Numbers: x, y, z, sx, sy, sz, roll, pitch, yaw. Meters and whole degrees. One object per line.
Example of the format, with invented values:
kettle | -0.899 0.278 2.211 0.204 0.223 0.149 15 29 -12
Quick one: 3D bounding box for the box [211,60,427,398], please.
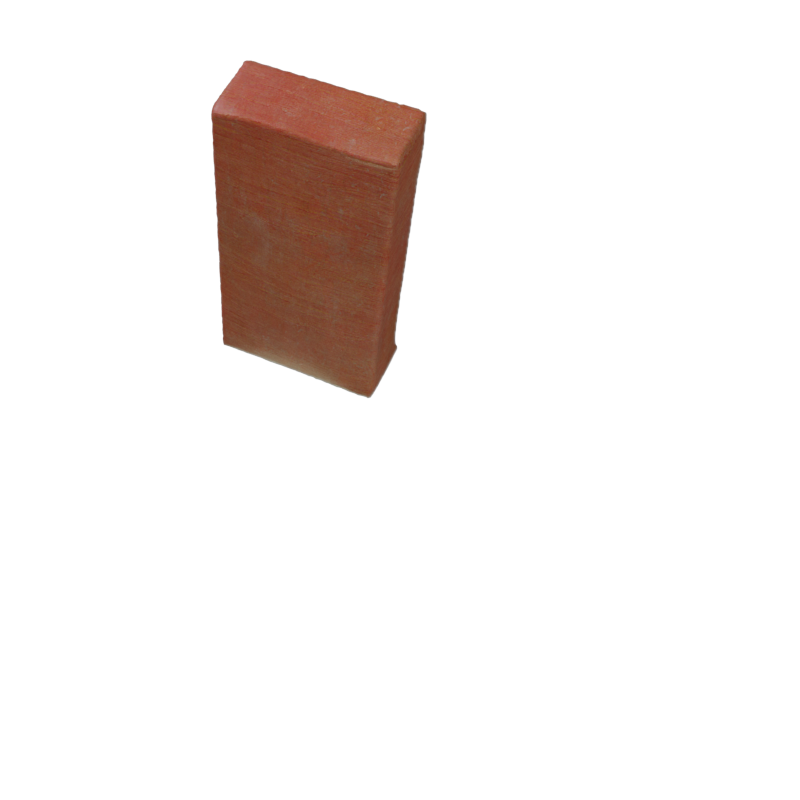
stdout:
box | -0.044 -0.079 0.556 0.096 0.050 0.165 20 -34 11
